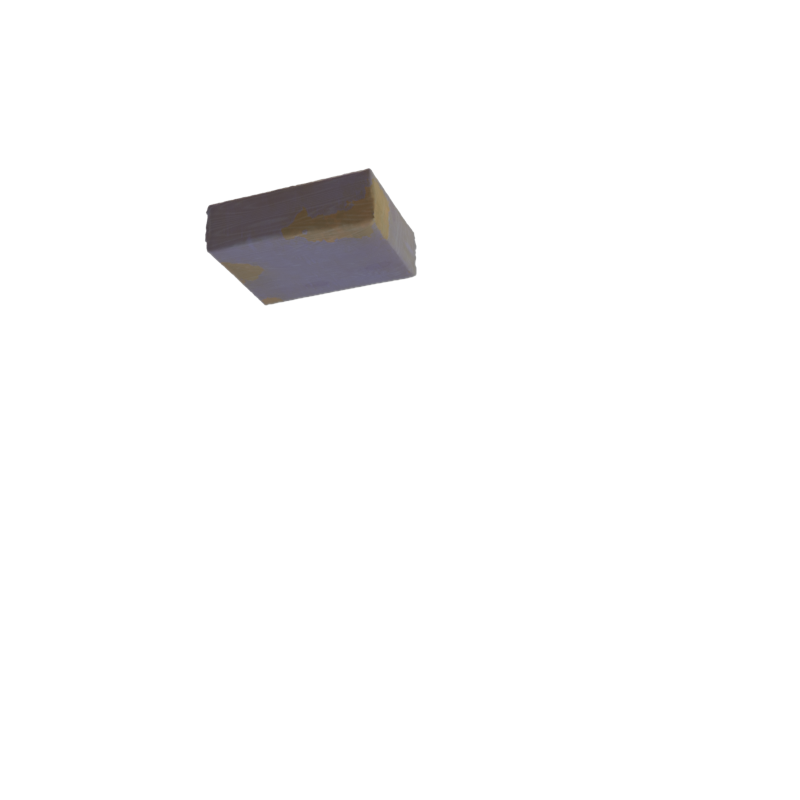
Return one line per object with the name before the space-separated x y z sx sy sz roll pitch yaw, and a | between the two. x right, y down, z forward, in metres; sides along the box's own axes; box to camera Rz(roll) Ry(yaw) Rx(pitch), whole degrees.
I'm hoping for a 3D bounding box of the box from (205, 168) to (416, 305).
box | -0.056 -0.101 0.710 0.115 0.041 0.084 -7 -22 18
